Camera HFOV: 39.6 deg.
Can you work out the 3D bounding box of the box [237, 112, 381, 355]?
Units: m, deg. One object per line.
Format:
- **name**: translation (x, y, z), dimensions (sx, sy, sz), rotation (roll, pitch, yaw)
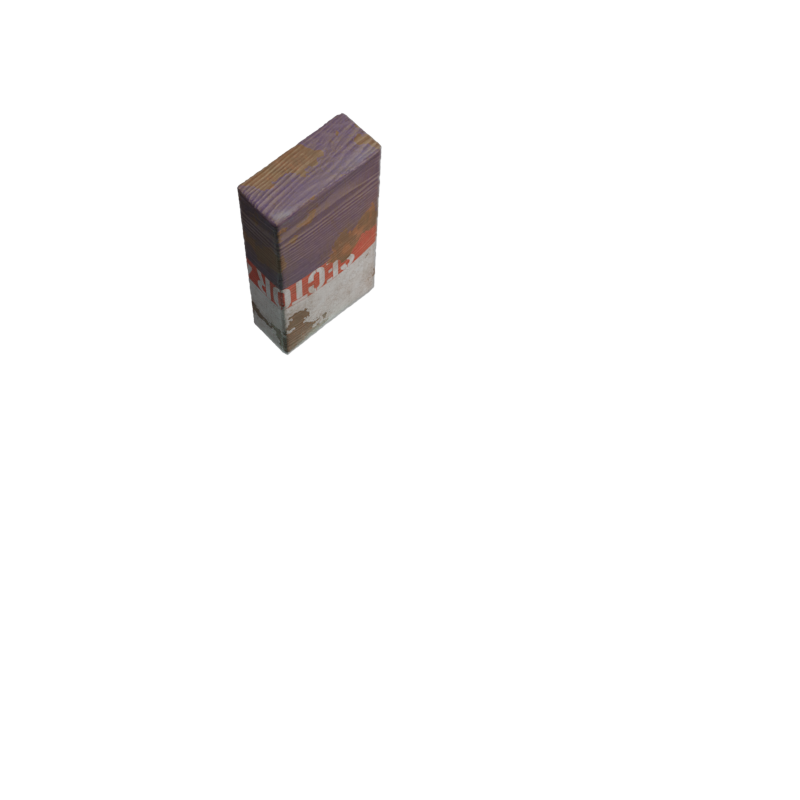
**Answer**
- **box**: translation (-0.060, -0.109, 0.769), dimensions (0.094, 0.050, 0.166), rotation (-40, -16, -19)
